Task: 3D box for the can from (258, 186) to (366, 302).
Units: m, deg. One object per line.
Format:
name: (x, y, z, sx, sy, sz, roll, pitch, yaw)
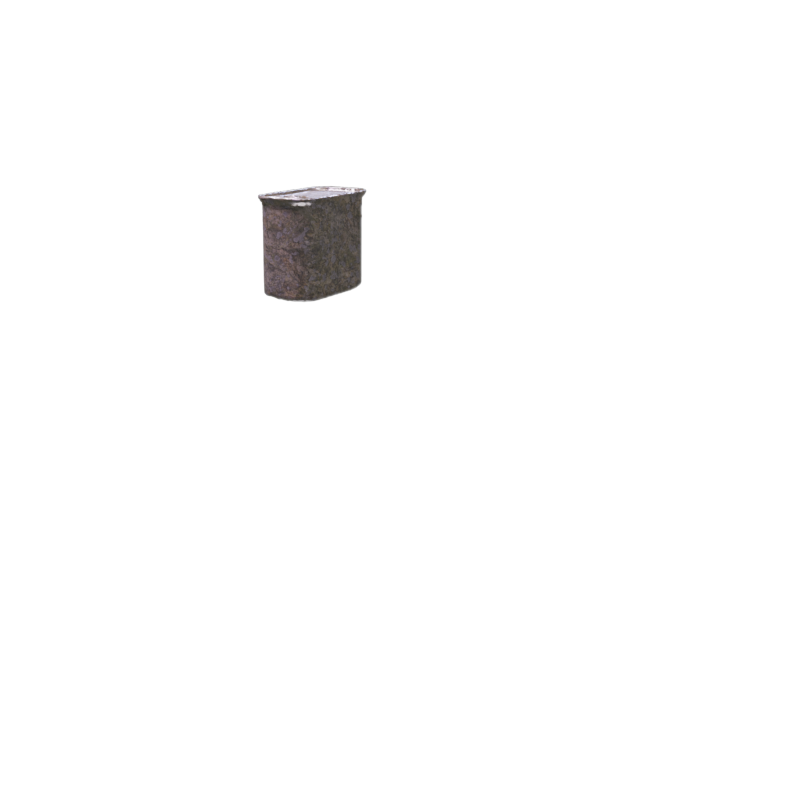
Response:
can: (-0.072, -0.131, 0.919, 0.060, 0.082, 0.100, 7, 14, 29)
